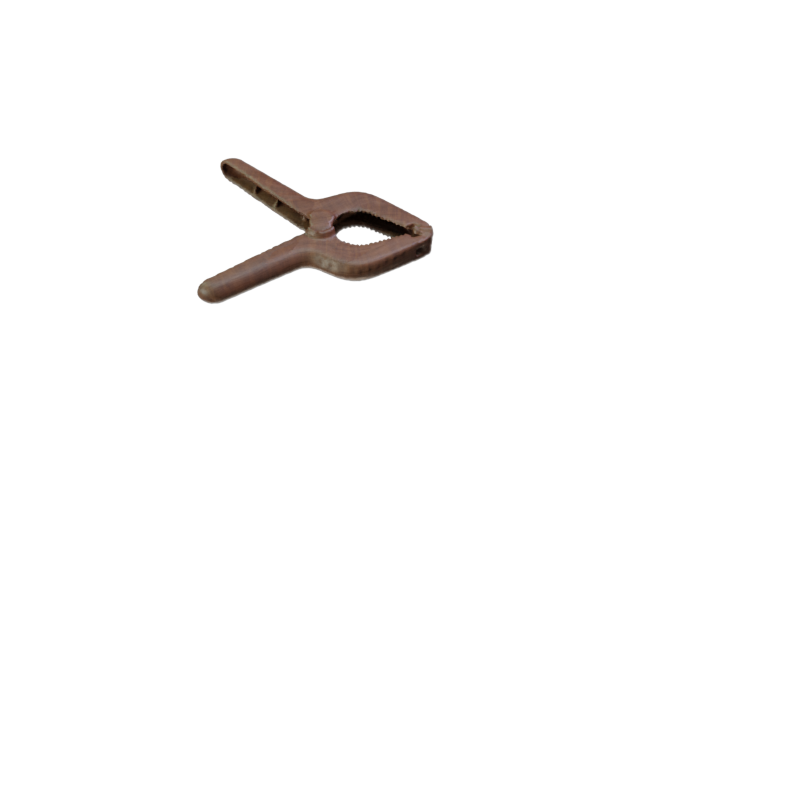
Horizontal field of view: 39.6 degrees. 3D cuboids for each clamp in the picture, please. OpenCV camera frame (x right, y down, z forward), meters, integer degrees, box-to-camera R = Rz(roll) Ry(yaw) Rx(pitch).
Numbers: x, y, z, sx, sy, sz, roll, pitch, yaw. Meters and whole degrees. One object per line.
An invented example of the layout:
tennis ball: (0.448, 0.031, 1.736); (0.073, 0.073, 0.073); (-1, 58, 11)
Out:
clamp: (-0.078, -0.142, 0.997); (0.212, 0.174, 0.034); (8, -35, 6)
